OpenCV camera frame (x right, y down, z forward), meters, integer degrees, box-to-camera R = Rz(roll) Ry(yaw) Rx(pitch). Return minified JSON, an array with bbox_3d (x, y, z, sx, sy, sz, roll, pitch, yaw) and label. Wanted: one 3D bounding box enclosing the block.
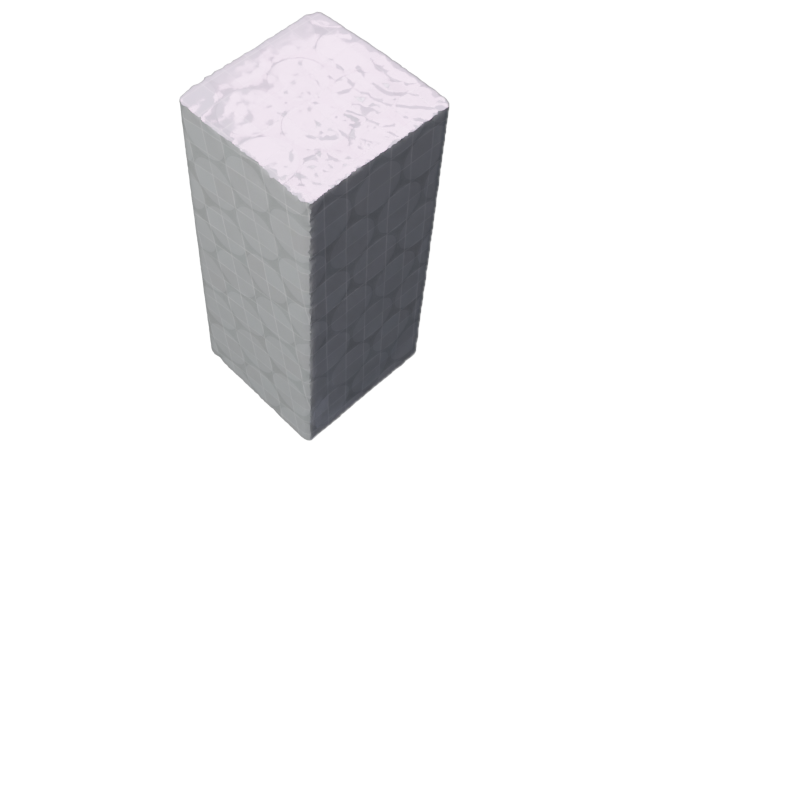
[{"bbox_3d":[-0.045,-0.083,0.575,0.092,0.095,0.193,-39,-23,-25],"label":"block"}]
